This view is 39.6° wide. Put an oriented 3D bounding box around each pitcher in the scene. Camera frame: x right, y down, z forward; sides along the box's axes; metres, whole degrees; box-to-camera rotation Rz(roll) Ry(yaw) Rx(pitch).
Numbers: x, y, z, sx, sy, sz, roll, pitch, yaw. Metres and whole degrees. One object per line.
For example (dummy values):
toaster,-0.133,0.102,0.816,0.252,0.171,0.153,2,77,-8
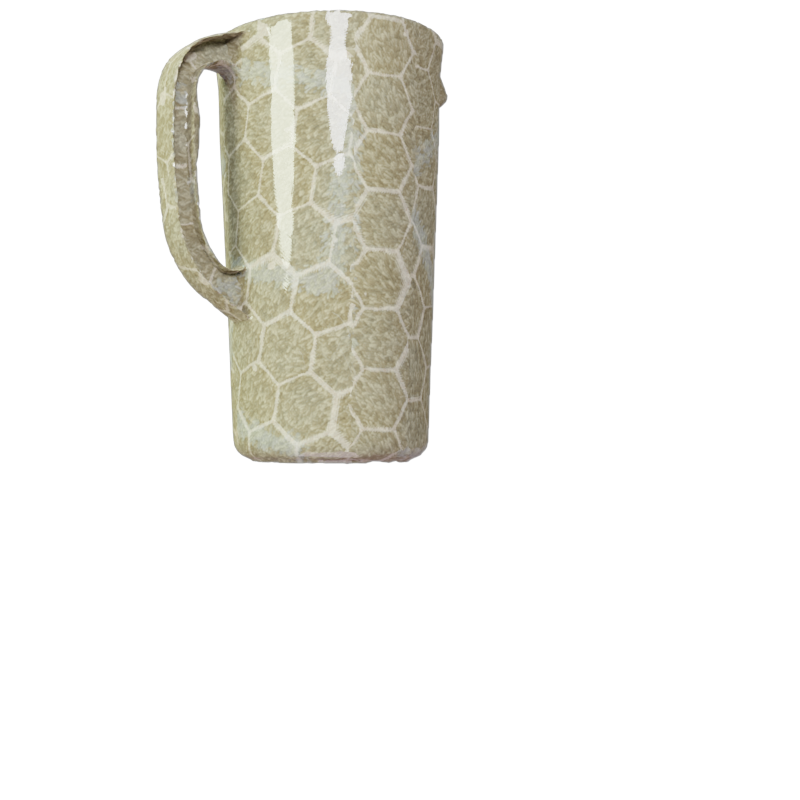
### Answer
pitcher,-0.049,-0.089,0.625,0.151,0.248,0.141,-1,-7,8
